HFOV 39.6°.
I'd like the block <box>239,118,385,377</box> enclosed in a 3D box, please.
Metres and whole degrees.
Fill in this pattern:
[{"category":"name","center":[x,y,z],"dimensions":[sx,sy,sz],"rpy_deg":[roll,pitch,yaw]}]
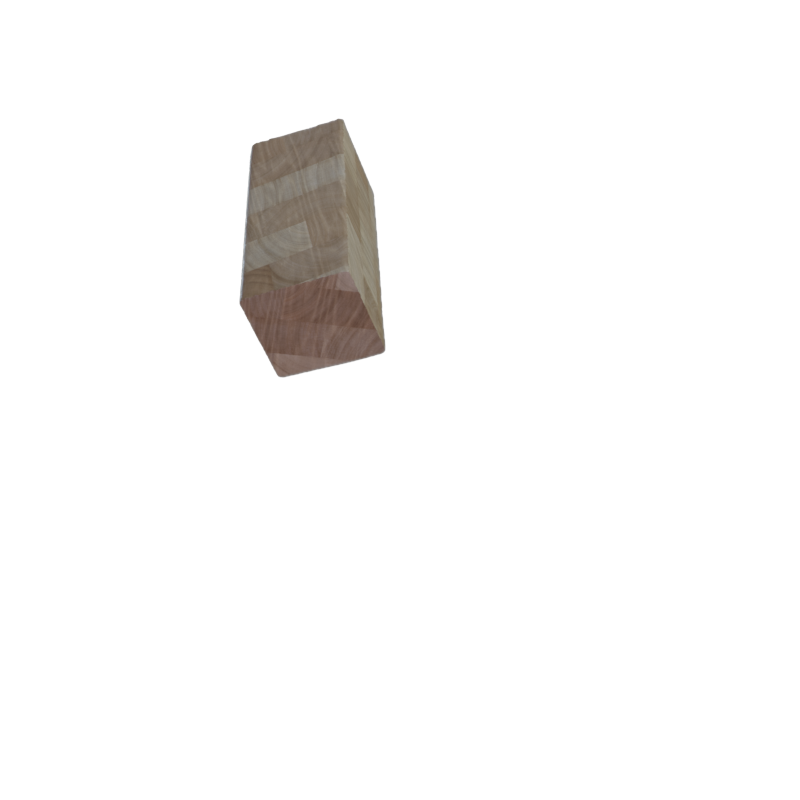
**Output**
[{"category":"block","center":[-0.072,-0.130,0.914],"dimensions":[0.091,0.221,0.084],"rpy_deg":[-15,-47,10]}]
